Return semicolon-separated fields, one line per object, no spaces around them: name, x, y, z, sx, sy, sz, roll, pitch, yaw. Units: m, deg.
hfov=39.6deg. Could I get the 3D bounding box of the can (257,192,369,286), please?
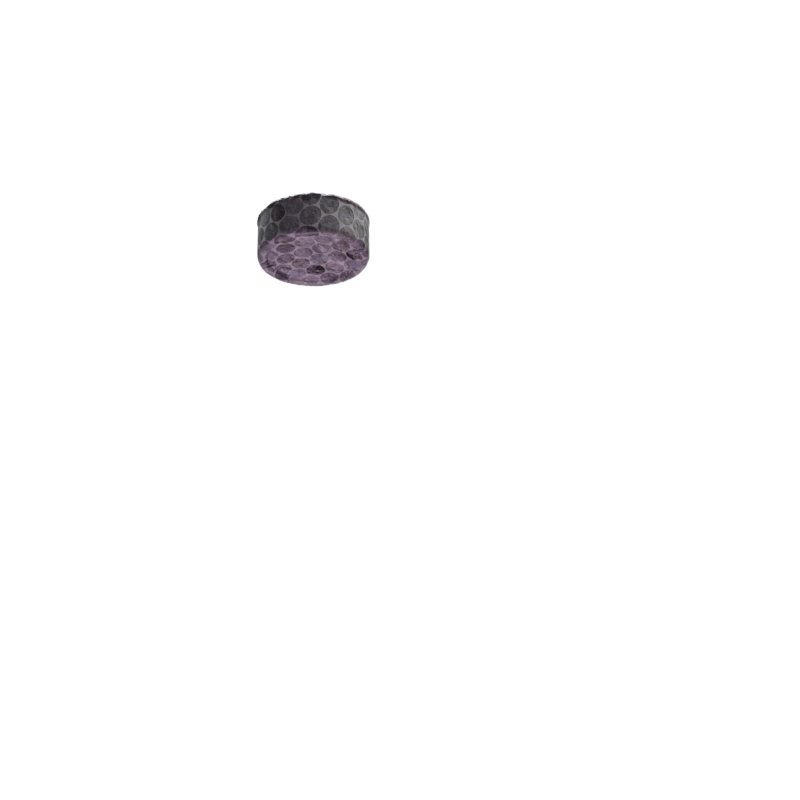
can;-0.065;-0.119;0.836;0.086;0.036;0.081;1;-25;-2
